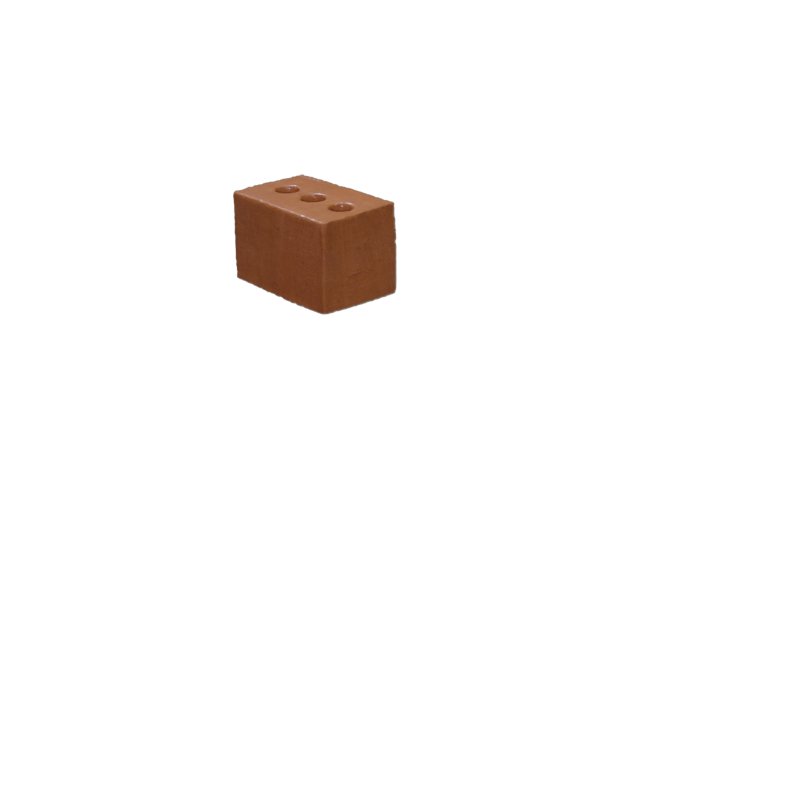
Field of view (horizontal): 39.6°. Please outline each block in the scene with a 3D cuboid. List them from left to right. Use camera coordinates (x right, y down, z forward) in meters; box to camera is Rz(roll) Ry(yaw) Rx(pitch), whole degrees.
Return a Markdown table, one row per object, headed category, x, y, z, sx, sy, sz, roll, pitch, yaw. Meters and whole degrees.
| category | x | y | z | sx | sy | sz | roll | pitch | yaw |
| --- | --- | --- | --- | --- | --- | --- | --- | --- | --- |
| block | -0.047 | -0.085 | 0.599 | 0.052 | 0.049 | 0.083 | -19 | 31 | -39 |
